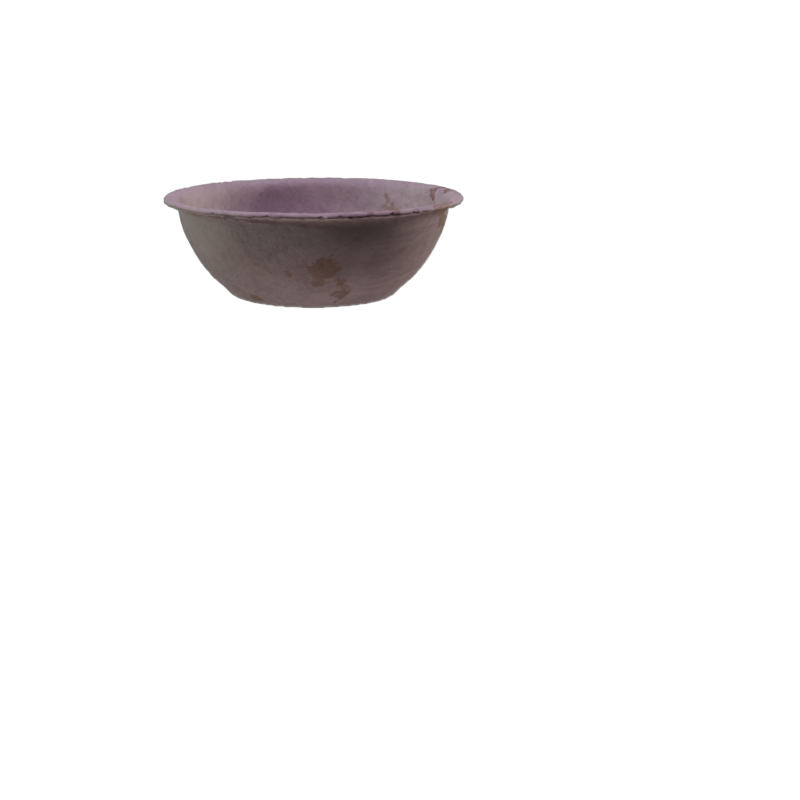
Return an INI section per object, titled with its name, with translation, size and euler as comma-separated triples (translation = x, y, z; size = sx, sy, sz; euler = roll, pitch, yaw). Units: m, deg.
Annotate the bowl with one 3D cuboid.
[bowl]
translation = -0.047, -0.086, 0.605
size = 0.162, 0.053, 0.167
euler = -1, 16, -2
